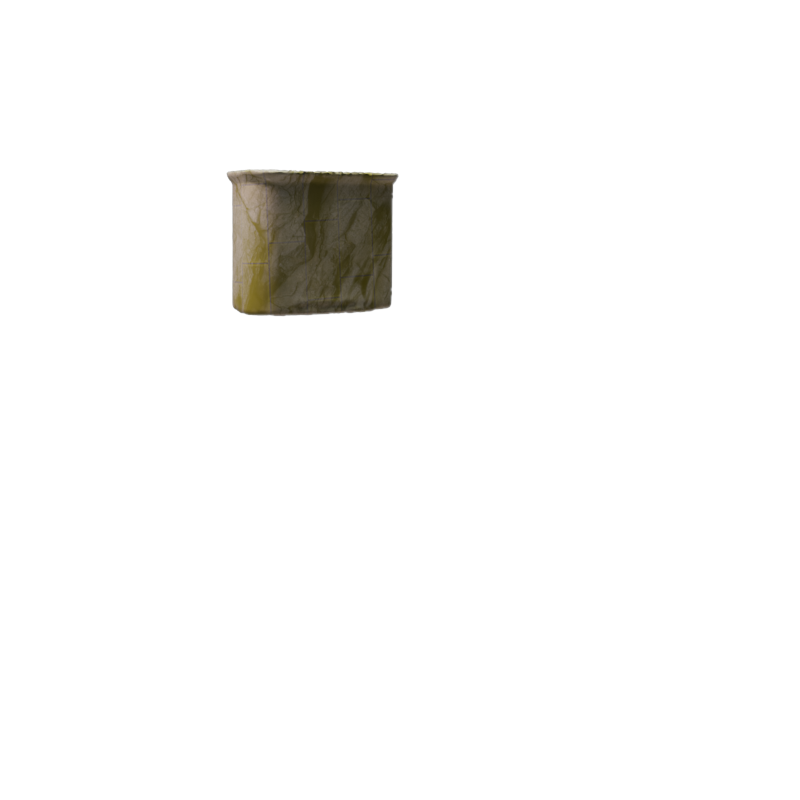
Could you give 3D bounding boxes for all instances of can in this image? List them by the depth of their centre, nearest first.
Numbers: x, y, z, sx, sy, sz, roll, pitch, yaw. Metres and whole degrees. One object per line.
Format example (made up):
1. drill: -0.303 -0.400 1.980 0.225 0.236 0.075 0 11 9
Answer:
1. can: -0.052 -0.095 0.668 0.099 0.083 0.060 -3 5 -30
